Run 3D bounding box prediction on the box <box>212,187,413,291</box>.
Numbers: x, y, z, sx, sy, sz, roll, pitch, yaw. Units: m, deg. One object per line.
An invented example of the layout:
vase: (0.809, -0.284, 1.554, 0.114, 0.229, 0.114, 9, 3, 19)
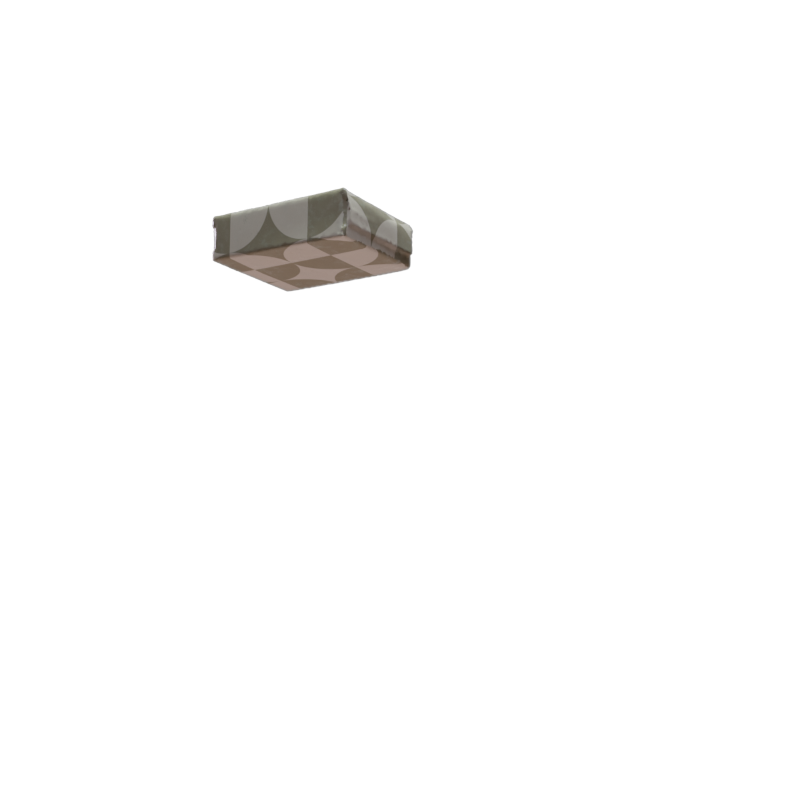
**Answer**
box: (-0.048, -0.089, 0.620, 0.091, 0.031, 0.069, -7, -14, 31)
